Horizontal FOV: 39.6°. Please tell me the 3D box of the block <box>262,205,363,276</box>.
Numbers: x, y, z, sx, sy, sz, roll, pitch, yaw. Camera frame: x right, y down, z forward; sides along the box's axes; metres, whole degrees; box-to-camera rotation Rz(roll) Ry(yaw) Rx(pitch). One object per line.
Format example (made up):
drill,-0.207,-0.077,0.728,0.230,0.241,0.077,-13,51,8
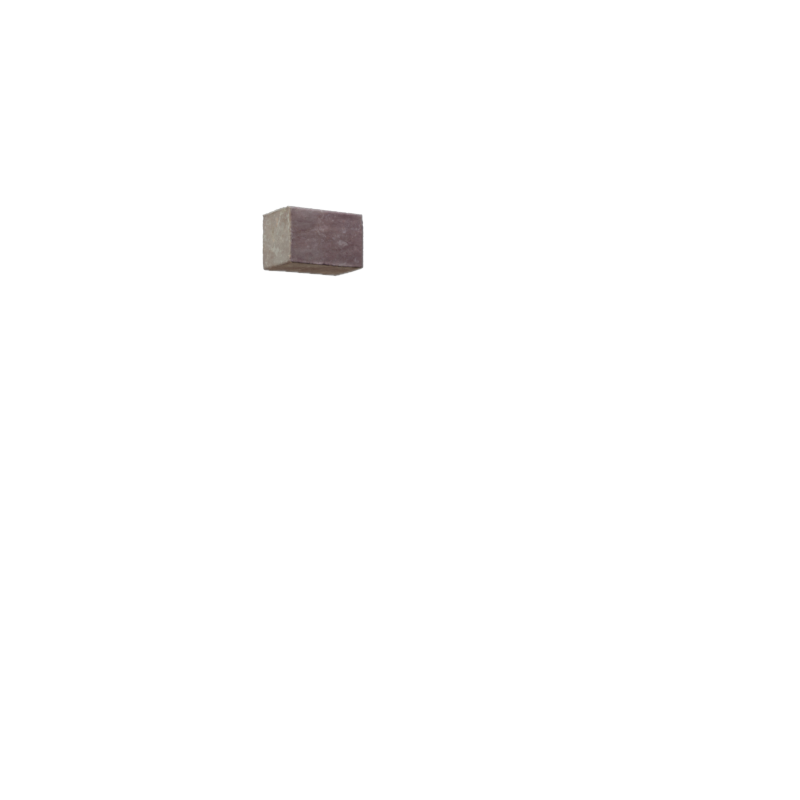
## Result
block,-0.078,-0.142,0.995,0.075,0.052,0.054,3,-7,-32
